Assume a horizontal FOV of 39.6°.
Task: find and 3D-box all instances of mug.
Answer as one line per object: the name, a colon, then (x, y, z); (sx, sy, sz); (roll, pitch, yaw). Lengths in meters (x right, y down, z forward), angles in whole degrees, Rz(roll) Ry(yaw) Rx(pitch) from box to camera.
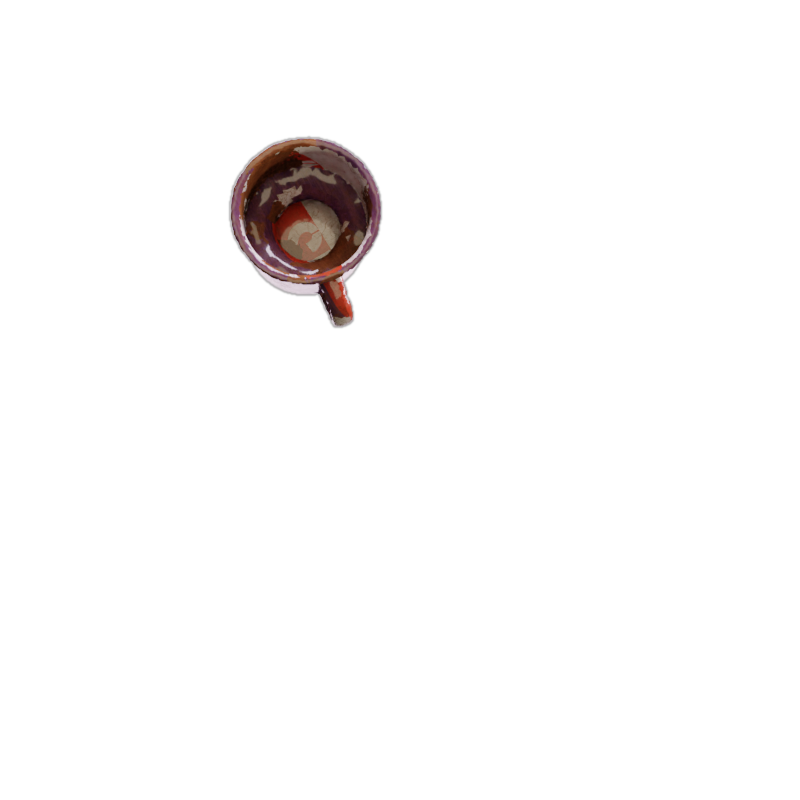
mug: (-0.056, -0.102, 0.715); (0.093, 0.121, 0.079); (-23, -9, -5)
